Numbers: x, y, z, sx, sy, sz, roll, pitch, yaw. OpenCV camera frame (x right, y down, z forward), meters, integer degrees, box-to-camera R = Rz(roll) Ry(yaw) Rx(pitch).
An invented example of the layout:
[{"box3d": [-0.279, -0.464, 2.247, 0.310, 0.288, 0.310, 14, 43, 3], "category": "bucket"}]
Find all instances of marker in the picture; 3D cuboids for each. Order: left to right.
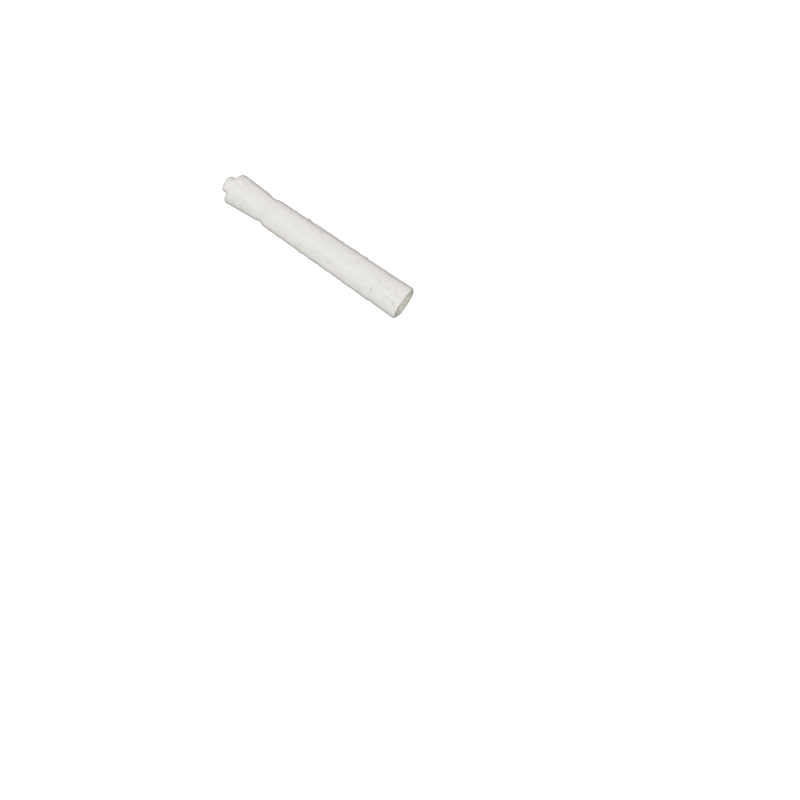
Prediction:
[{"box3d": [-0.047, -0.086, 0.600, 0.126, 0.019, 0.019, 36, 13, 16], "category": "marker"}]
